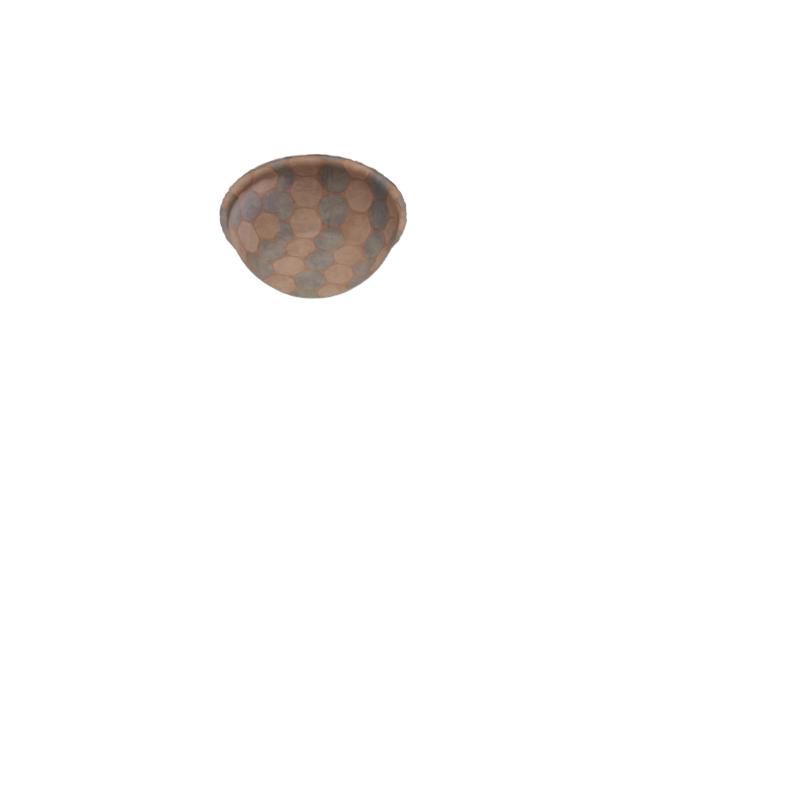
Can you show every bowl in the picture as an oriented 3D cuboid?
[{"bbox_3d":[-0.073,-0.134,0.938,0.162,0.059,0.152,1,-33,-2],"label":"bowl"}]
